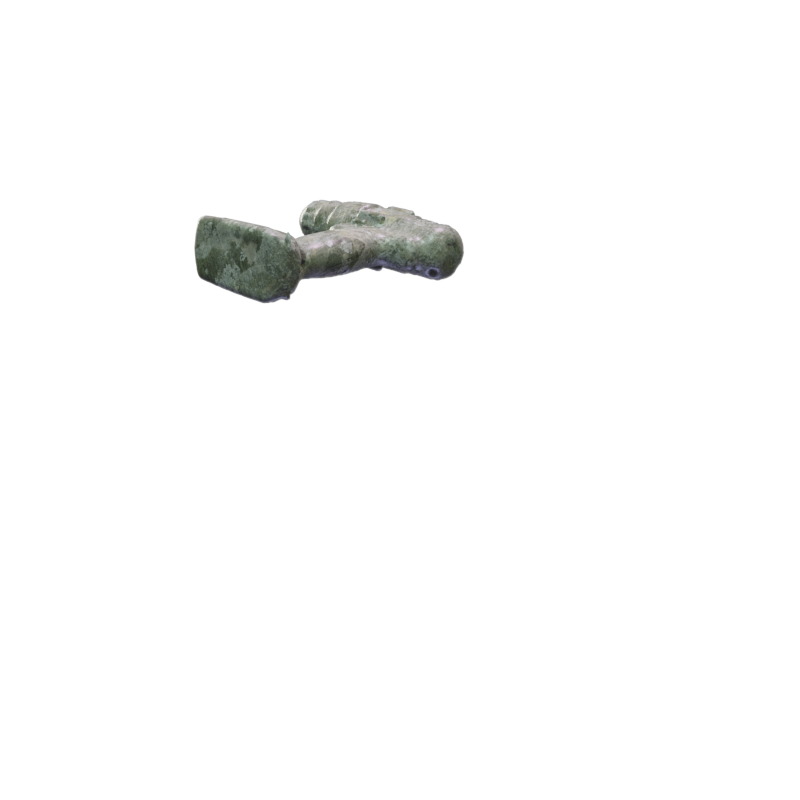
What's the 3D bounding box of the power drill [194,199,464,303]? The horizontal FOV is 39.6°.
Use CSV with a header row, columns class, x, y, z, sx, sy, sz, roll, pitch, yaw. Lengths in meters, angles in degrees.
class,x,y,z,sx,sy,sz,roll,pitch,yaw
power drill,-0.071,-0.129,0.906,0.183,0.055,0.195,-15,23,-39
